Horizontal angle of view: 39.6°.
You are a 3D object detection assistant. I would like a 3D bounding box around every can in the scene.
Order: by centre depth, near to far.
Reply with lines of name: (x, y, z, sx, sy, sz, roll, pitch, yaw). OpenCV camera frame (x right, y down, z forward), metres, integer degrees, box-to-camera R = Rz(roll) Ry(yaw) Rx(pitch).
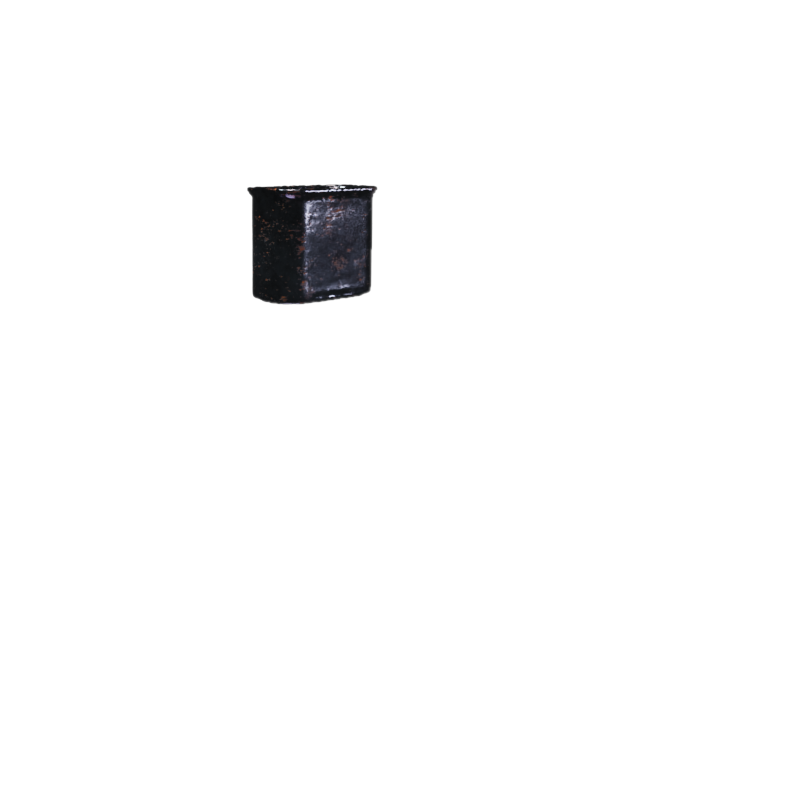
can: (-0.065, -0.119, 0.836, 0.060, 0.082, 0.099, 8, 12, 43)
